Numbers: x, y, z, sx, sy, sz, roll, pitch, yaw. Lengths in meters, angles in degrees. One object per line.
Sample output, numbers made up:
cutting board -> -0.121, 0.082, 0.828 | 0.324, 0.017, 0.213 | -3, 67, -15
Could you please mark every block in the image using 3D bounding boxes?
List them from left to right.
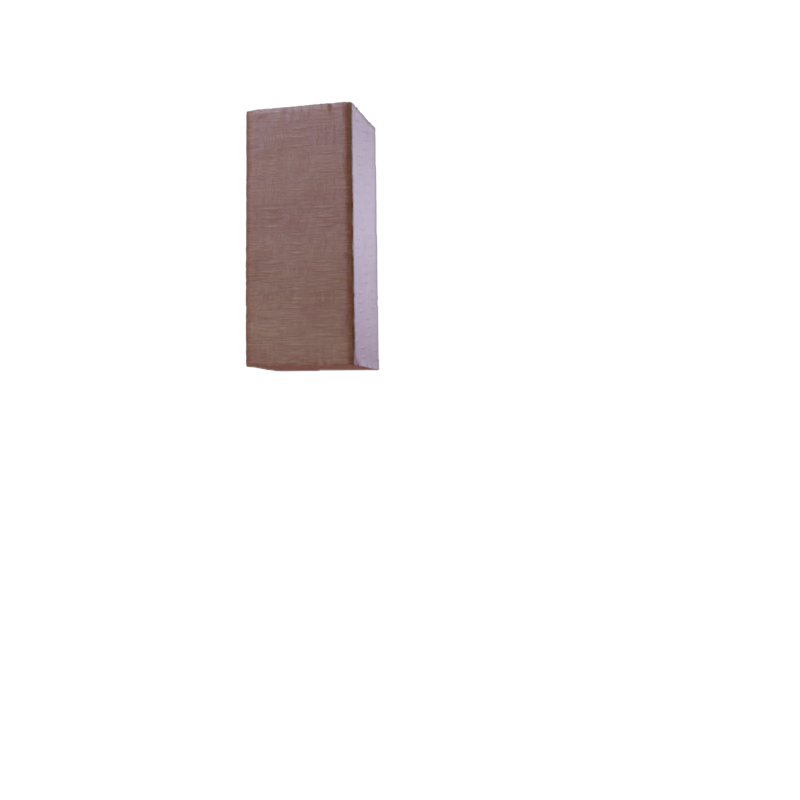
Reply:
block -> -0.071, -0.129, 0.905 | 0.092, 0.211, 0.087 | -3, -8, 14
